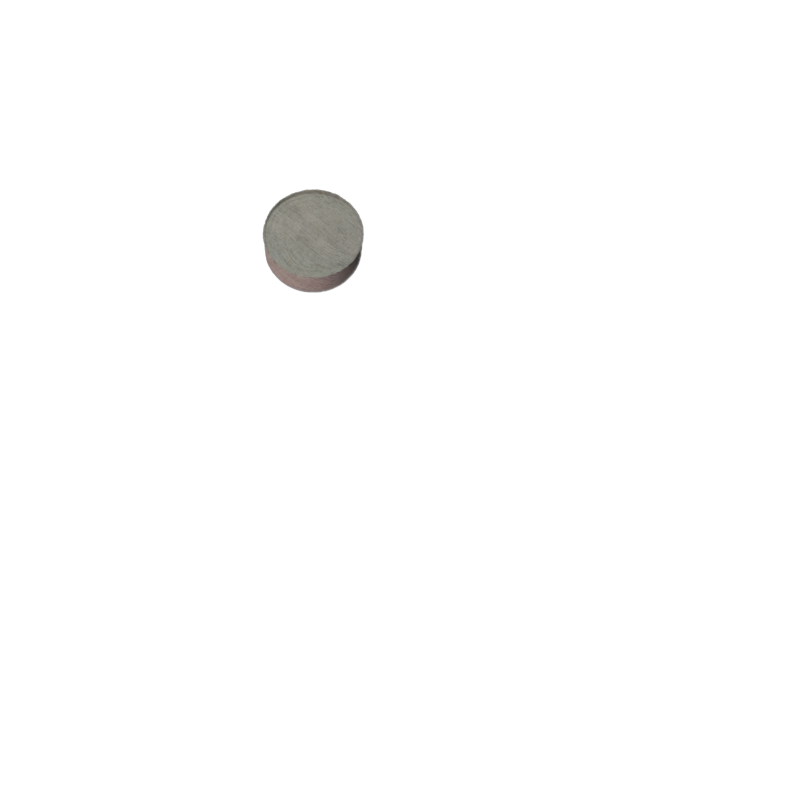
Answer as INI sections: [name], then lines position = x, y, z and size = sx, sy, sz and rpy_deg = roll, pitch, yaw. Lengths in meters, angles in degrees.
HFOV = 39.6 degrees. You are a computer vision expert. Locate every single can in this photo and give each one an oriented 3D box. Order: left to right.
[can]
position = -0.075, -0.136, 0.952
size = 0.086, 0.091, 0.032
rpy_deg = -1, -26, -1
